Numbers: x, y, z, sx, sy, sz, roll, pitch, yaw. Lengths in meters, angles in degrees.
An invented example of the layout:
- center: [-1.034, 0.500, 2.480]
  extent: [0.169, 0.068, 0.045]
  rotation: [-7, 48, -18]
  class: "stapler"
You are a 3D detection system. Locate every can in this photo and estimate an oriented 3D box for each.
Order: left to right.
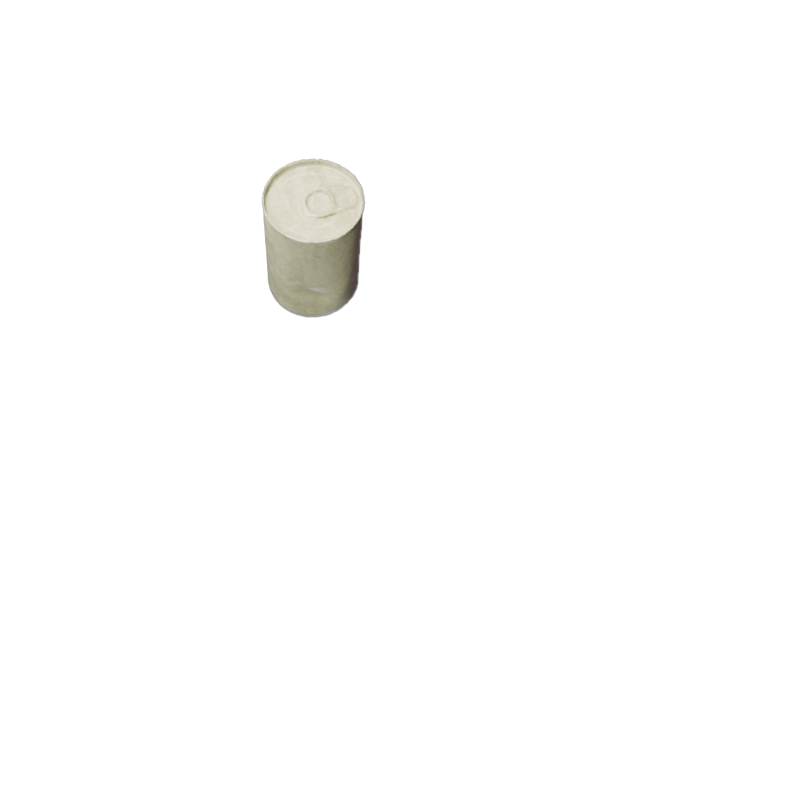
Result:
- center: [-0.060, -0.110, 0.770]
  extent: [0.068, 0.073, 0.096]
  rotation: [0, -29, -3]
  class: "can"
